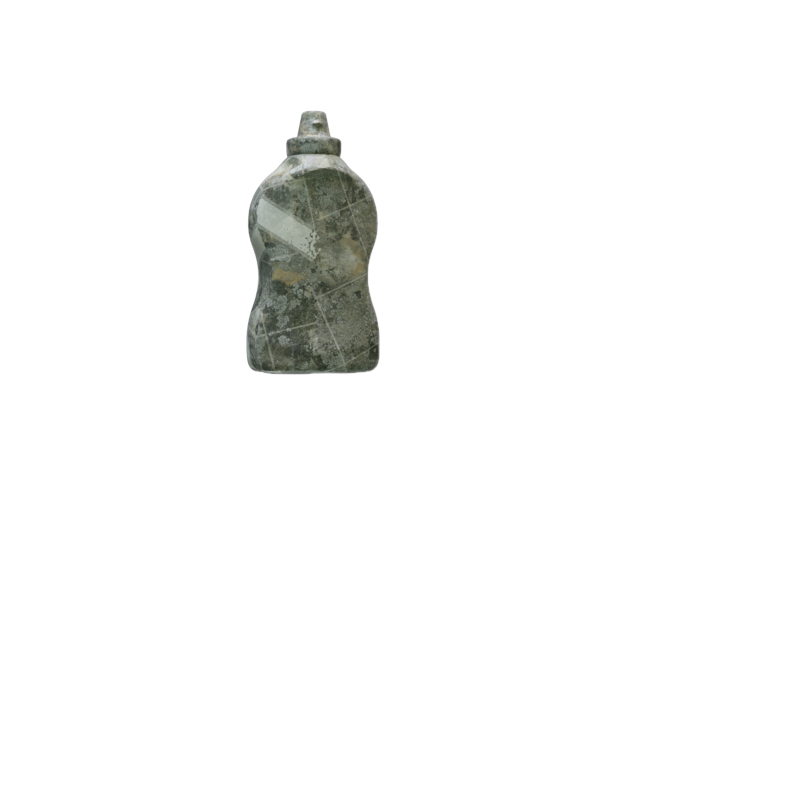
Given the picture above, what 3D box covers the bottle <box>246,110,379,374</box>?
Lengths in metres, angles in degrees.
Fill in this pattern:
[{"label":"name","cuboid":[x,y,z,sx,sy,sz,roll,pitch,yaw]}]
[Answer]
[{"label":"bottle","cuboid":[-0.064,-0.116,0.815,0.094,0.193,0.059,0,-3,-19]}]
